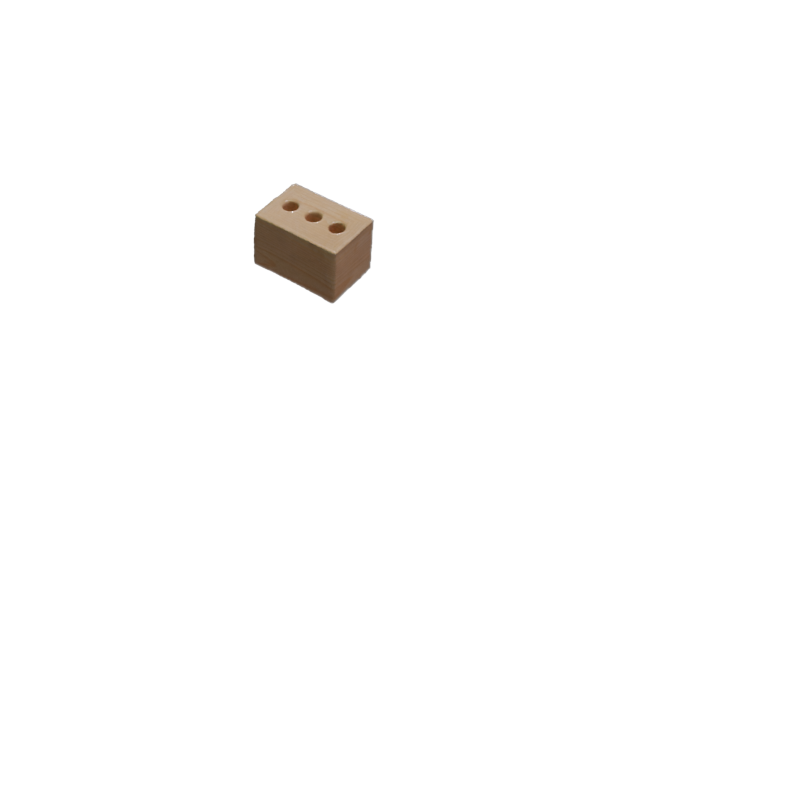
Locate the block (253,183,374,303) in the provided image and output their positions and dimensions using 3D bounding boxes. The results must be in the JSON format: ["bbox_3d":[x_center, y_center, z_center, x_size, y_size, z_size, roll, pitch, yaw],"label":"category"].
[{"bbox_3d":[-0.066,-0.121,0.846,0.082,0.048,0.054,27,50,24],"label":"block"}]
